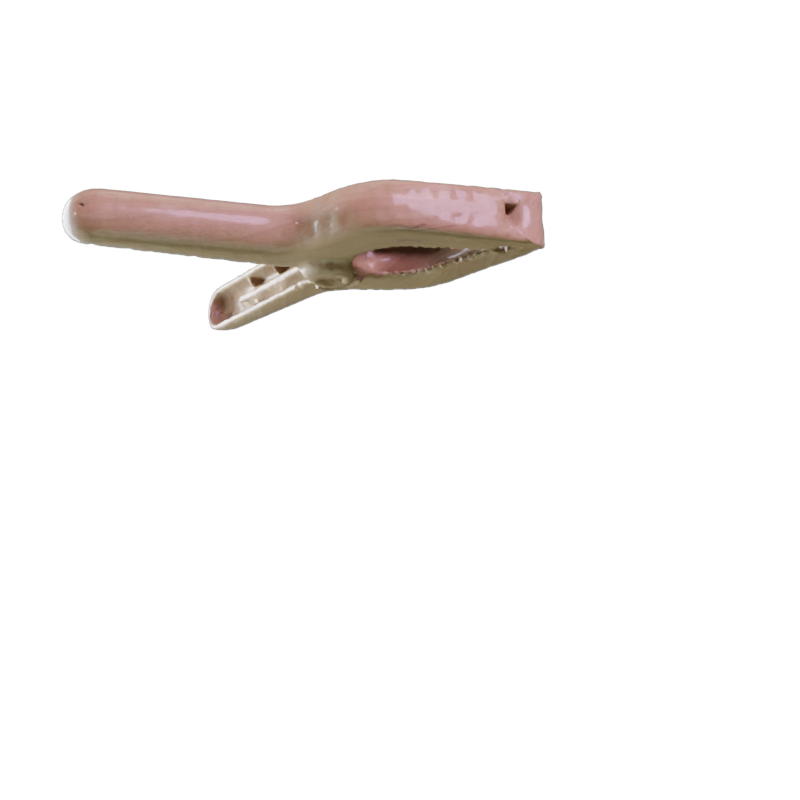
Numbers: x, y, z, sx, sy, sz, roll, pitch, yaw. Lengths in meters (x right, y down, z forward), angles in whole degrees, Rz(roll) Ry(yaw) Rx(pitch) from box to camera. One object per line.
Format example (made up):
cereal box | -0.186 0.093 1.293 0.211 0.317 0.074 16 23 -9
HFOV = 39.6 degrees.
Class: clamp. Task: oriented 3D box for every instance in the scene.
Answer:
clamp | -0.041 -0.075 0.524 0.214 0.038 0.155 -6 -14 25
